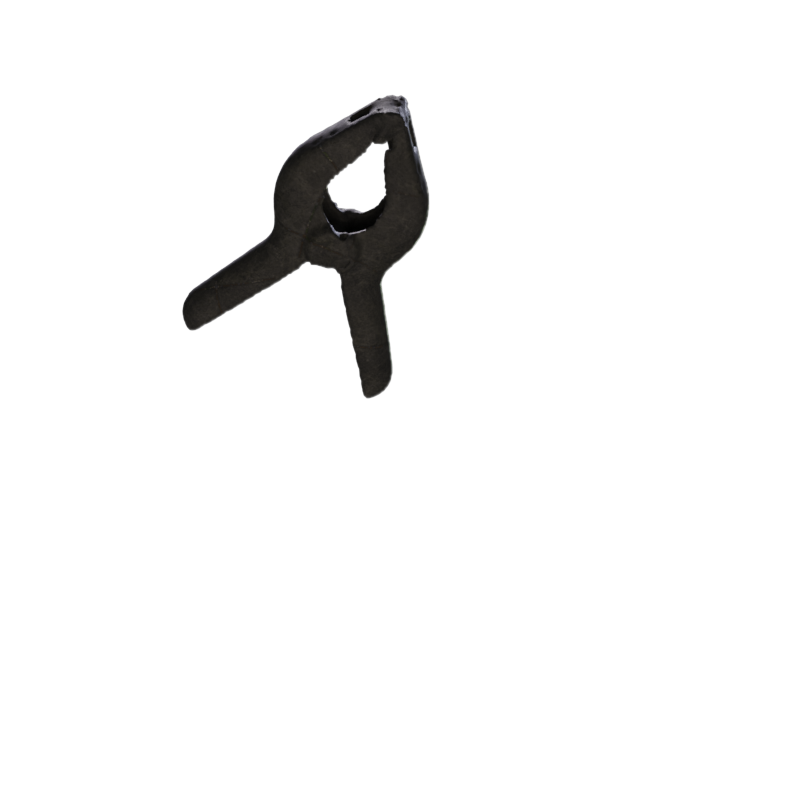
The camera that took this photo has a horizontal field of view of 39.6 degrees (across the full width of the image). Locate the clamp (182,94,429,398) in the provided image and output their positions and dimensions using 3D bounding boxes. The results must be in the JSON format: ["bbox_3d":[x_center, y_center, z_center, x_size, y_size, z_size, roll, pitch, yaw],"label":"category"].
[{"bbox_3d":[-0.045,-0.083,0.578,0.119,0.163,0.042,12,28,-7],"label":"clamp"}]
